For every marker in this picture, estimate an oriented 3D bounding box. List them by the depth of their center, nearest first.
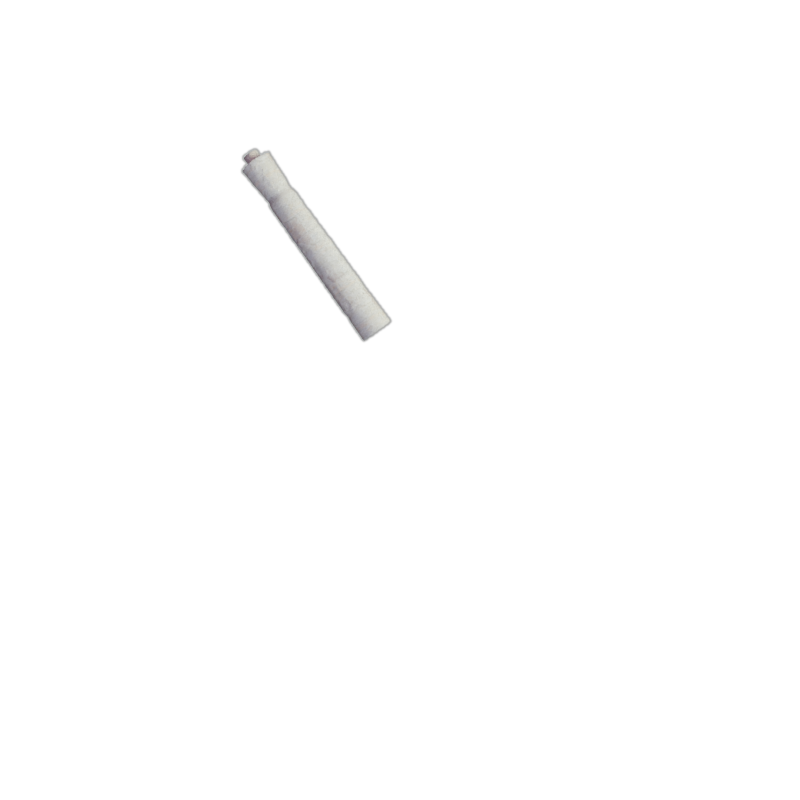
[{"bbox_3d":[-0.048,-0.087,0.606,0.020,0.123,0.019,-35,-5,-3],"label":"marker"}]
